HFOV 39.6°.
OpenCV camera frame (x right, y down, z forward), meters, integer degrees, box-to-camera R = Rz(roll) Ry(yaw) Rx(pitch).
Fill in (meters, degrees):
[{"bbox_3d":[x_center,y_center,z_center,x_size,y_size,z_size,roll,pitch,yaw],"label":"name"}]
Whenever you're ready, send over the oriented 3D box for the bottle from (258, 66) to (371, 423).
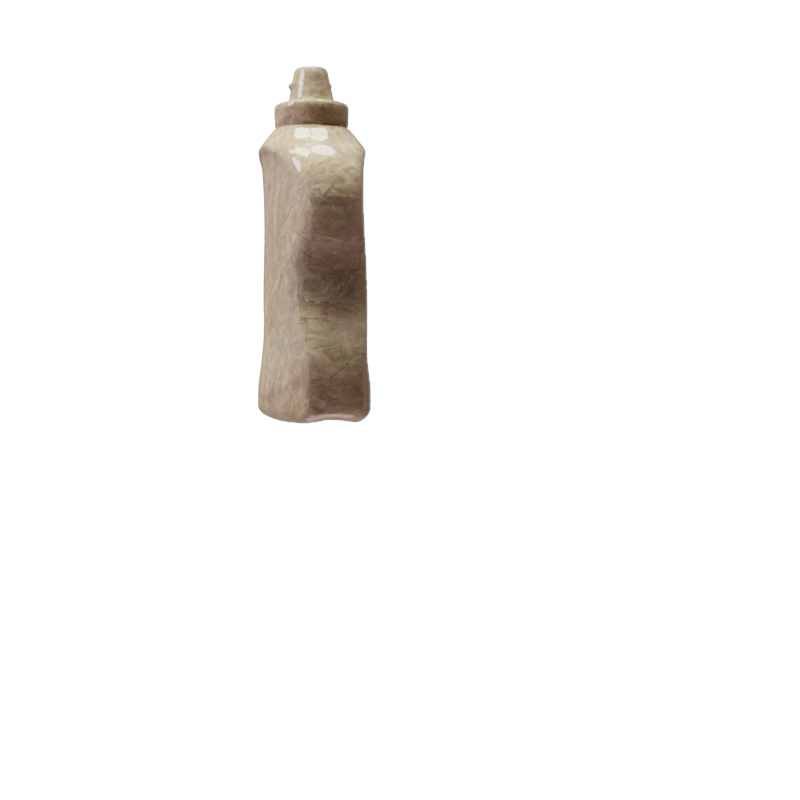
[{"bbox_3d":[-0.048,-0.087,0.609,0.057,0.193,0.097,1,-2,-15],"label":"bottle"}]
